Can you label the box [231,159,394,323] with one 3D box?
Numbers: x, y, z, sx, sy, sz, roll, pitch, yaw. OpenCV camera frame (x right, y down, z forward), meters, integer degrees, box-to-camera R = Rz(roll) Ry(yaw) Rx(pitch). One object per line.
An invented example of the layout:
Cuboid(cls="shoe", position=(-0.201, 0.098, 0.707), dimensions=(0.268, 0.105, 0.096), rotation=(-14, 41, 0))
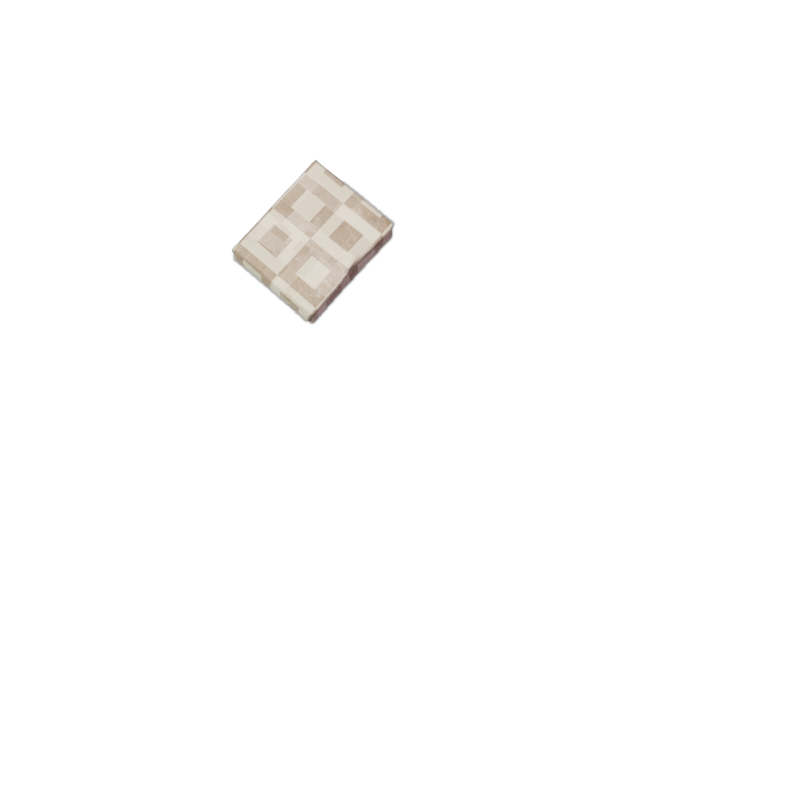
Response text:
Cuboid(cls="box", position=(-0.060, -0.109, 0.762), dimensions=(0.075, 0.090, 0.029), rotation=(39, -15, 11))
